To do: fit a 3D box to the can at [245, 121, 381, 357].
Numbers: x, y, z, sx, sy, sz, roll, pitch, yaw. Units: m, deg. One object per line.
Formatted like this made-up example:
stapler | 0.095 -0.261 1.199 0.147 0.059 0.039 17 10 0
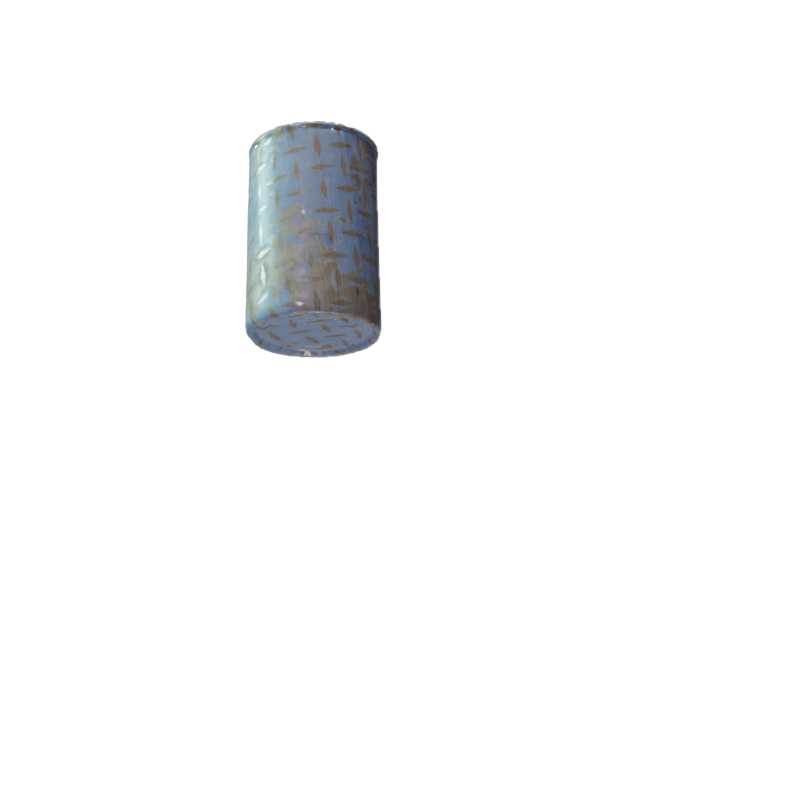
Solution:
can | -0.044 -0.080 0.561 0.068 0.108 0.065 0 -22 -2
